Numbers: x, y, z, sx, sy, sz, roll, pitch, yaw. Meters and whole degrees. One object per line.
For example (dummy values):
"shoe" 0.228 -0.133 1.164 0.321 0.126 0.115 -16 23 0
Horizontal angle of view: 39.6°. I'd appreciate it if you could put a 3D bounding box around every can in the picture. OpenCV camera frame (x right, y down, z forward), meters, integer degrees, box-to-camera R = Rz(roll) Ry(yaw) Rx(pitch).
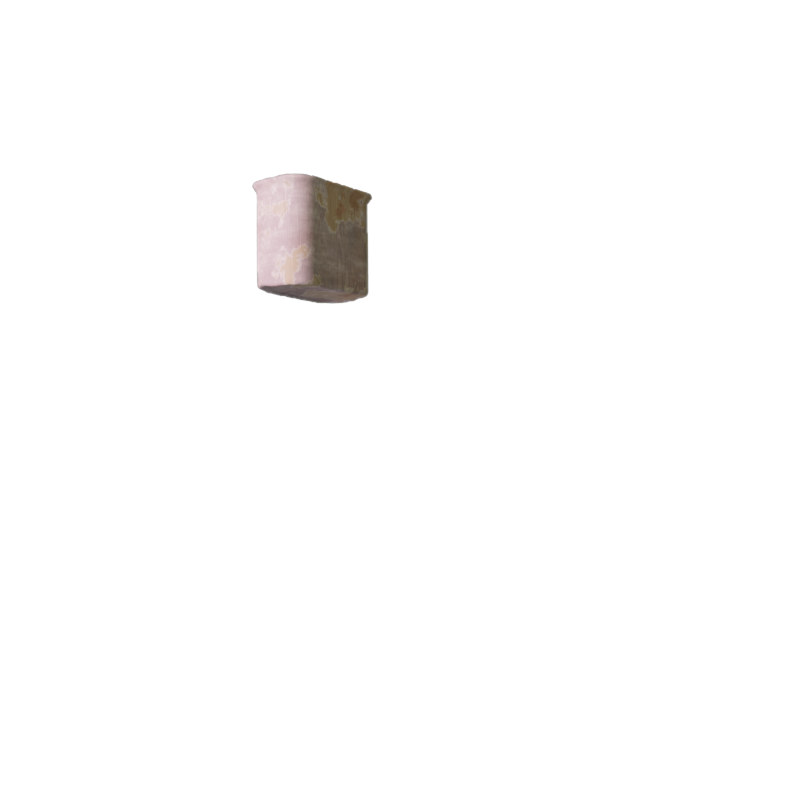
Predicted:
"can" -0.068 -0.123 0.864 0.059 0.086 0.097 -8 -11 37
